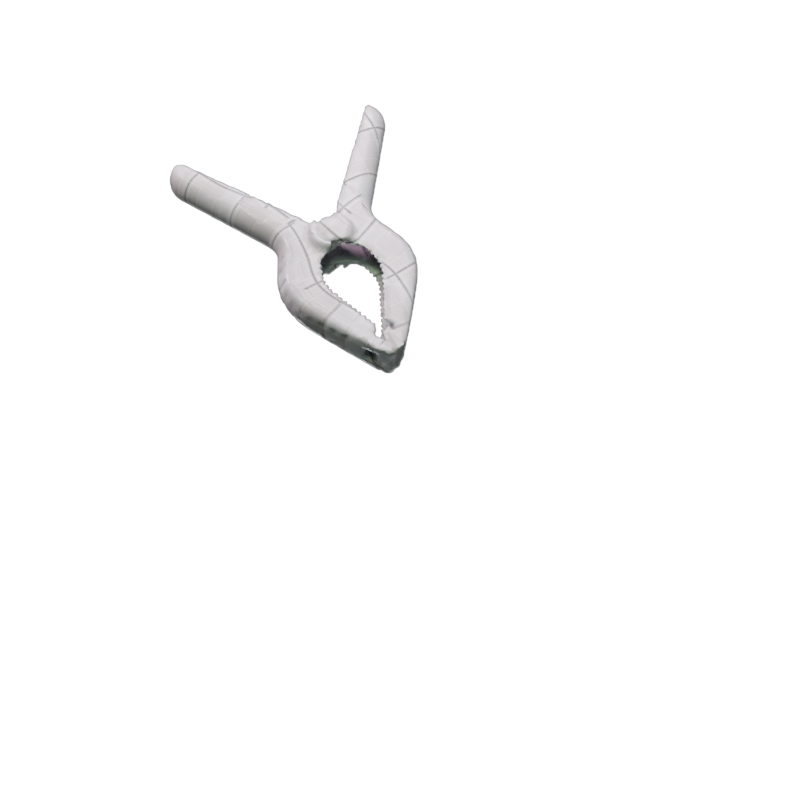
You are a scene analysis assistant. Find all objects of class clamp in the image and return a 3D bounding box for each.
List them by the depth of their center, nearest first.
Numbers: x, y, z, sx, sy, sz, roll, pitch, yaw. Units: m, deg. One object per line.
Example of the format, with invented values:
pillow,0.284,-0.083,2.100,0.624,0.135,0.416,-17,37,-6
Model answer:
clamp,-0.059,-0.108,0.755,0.163,0.226,0.034,-15,-32,-10
